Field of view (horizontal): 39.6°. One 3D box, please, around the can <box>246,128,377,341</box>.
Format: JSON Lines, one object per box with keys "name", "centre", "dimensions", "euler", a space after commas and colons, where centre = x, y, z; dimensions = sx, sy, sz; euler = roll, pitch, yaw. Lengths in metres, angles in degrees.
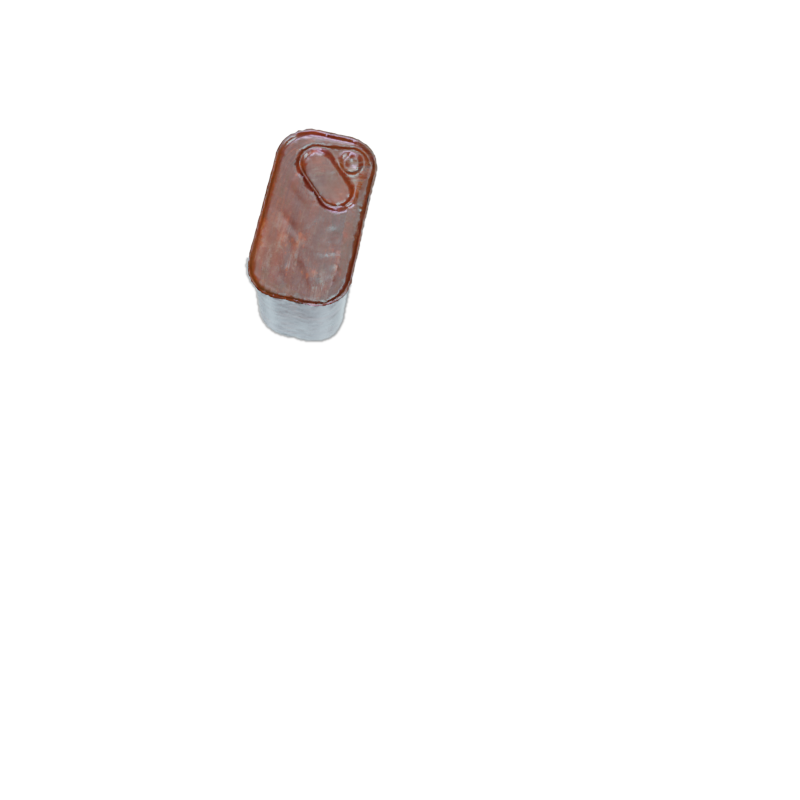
{"name": "can", "centre": [-0.050, -0.092, 0.641], "dimensions": [0.058, 0.106, 0.080], "euler": [12, -18, 0]}
